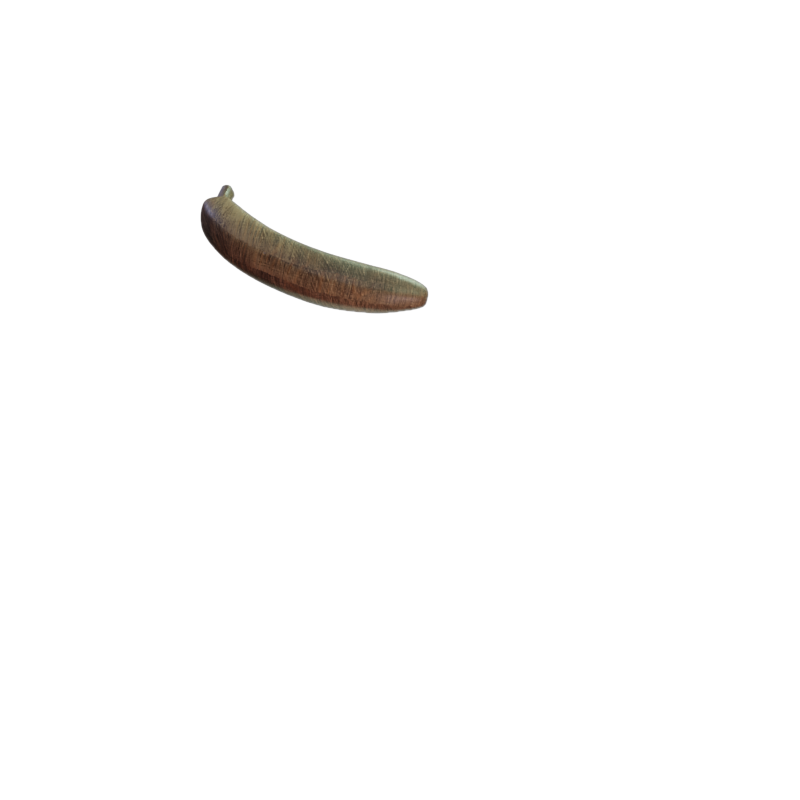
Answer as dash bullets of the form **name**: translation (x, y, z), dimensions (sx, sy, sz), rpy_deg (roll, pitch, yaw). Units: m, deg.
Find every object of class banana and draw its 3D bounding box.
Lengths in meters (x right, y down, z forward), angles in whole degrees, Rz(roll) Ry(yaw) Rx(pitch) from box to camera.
- **banana**: translation (-0.076, -0.104, 0.780), dimensions (0.210, 0.034, 0.070), rpy_deg (32, 52, 28)
